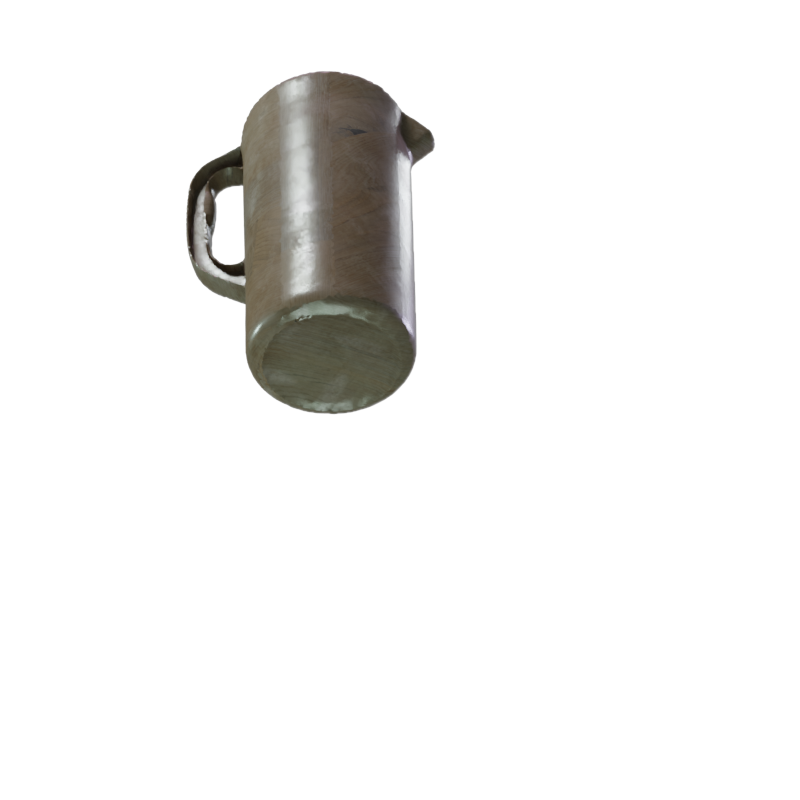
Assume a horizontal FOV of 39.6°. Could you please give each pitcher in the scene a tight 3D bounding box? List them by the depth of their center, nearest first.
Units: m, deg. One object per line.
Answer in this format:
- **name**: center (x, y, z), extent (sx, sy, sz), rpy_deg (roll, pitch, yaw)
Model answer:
- **pitcher**: center (-0.061, -0.112, 0.781), extent (0.138, 0.261, 0.146), rpy_deg (27, -53, -27)
